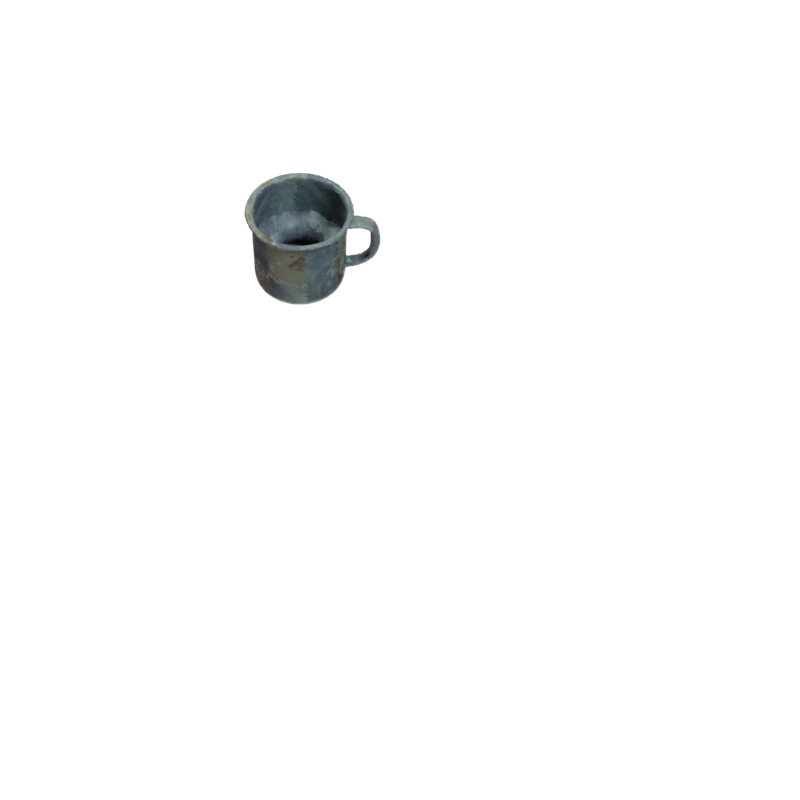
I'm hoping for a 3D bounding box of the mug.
[{"bbox_3d":[-0.076,-0.139,0.971,0.117,0.100,0.076,-3,-39,-4],"label":"mug"}]
